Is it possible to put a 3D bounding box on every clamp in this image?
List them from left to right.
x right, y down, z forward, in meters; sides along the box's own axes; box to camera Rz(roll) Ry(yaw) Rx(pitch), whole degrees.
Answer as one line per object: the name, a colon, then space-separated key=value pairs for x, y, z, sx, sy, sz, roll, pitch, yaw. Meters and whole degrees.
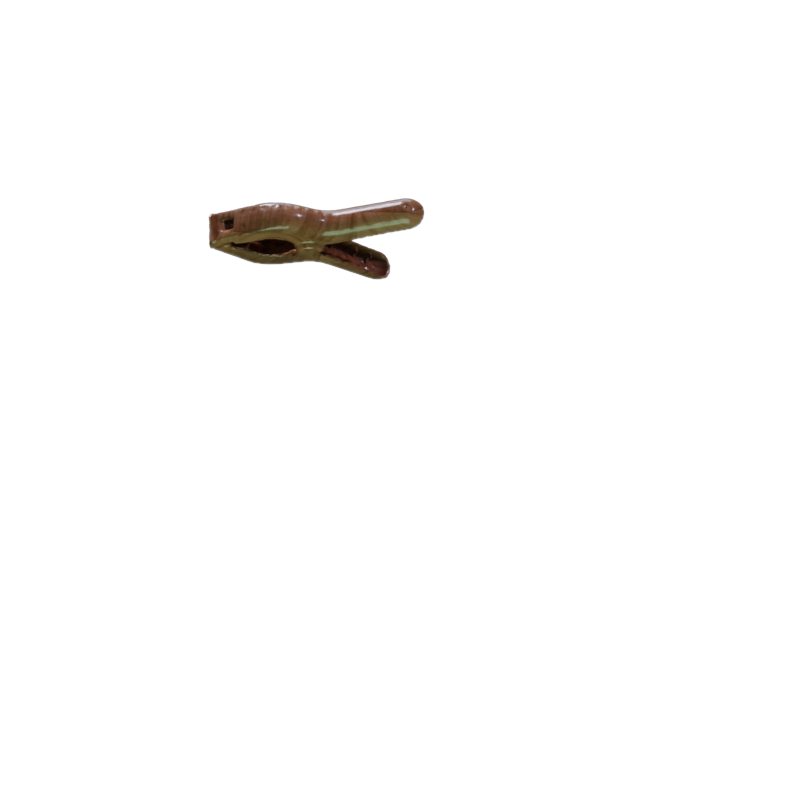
clamp: x=-0.072 y=-0.131 z=0.919 sx=0.171 sy=0.042 sz=0.113 roll=1 pitch=-26 yaw=-3
